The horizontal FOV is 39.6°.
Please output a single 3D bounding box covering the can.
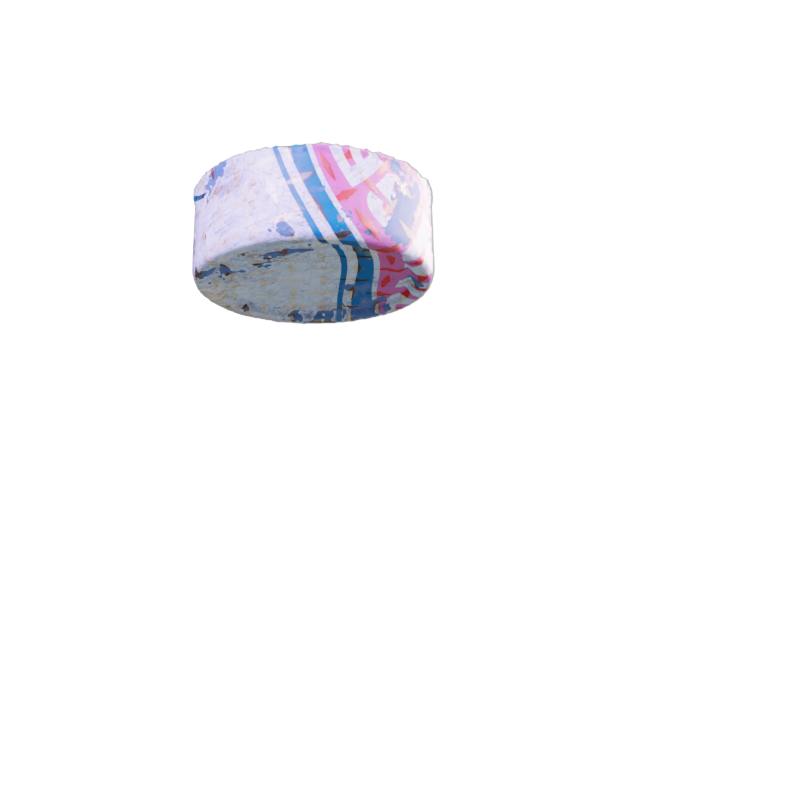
[{"bbox_3d":[-0.031,-0.056,0.391,0.086,0.035,0.082,0,-17,-2],"label":"can"}]
